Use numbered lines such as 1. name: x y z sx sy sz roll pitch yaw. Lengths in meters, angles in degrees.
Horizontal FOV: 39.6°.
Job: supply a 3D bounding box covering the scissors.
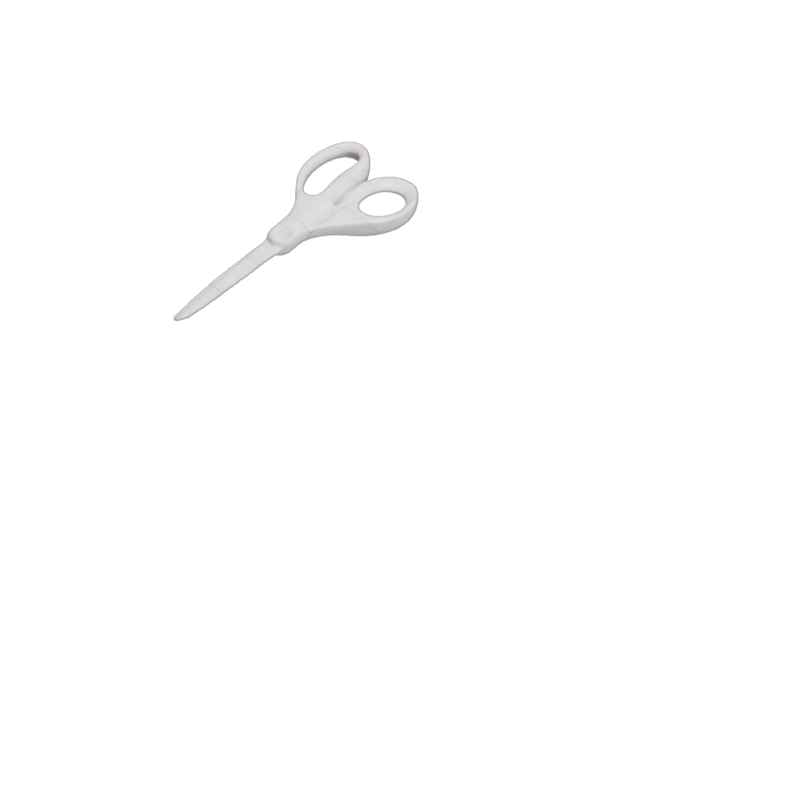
1. scissors: -0.058 -0.105 0.735 0.099 0.210 0.015 18 -39 15
